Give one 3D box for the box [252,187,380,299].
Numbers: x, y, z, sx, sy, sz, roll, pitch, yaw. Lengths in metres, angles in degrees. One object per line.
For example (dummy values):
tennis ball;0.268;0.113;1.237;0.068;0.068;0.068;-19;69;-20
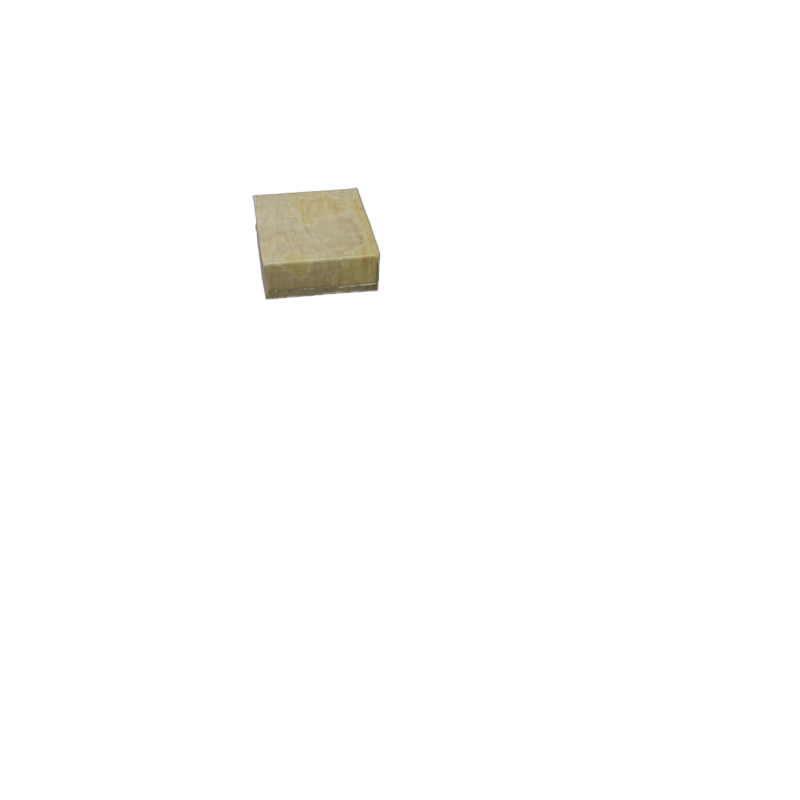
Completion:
box;-0.069;-0.127;0.886;0.089;0.036;0.122;-5;35;-8
